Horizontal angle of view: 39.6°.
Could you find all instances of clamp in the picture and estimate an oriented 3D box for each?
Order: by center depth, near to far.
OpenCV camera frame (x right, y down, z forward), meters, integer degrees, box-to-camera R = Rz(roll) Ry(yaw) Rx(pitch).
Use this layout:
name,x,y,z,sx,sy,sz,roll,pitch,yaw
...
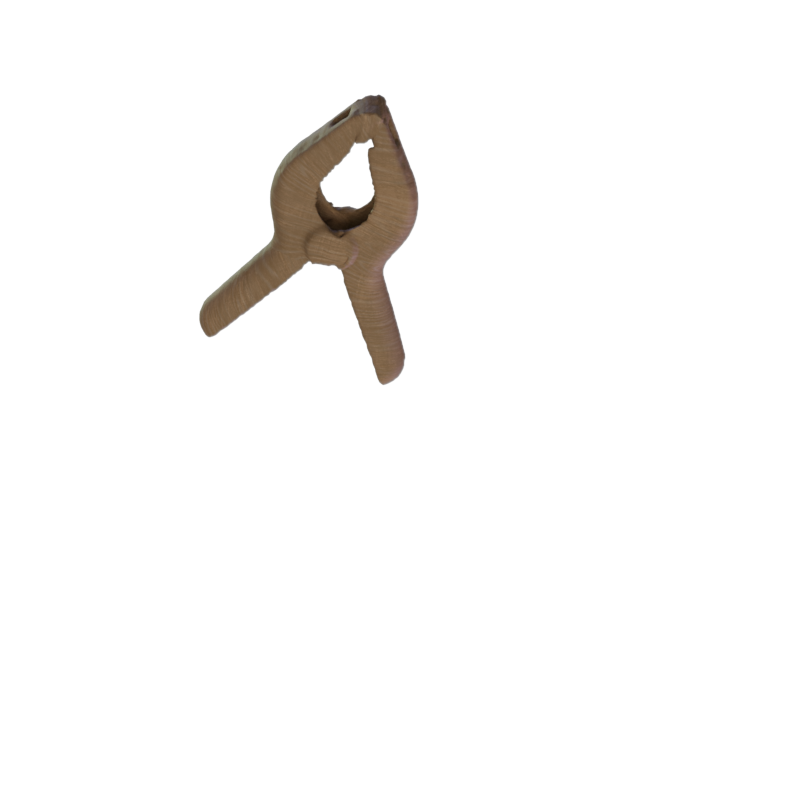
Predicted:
name,x,y,z,sx,sy,sz,roll,pitch,yaw
clamp,-0.047,-0.087,0.607,0.119,0.162,0.042,6,30,-4
